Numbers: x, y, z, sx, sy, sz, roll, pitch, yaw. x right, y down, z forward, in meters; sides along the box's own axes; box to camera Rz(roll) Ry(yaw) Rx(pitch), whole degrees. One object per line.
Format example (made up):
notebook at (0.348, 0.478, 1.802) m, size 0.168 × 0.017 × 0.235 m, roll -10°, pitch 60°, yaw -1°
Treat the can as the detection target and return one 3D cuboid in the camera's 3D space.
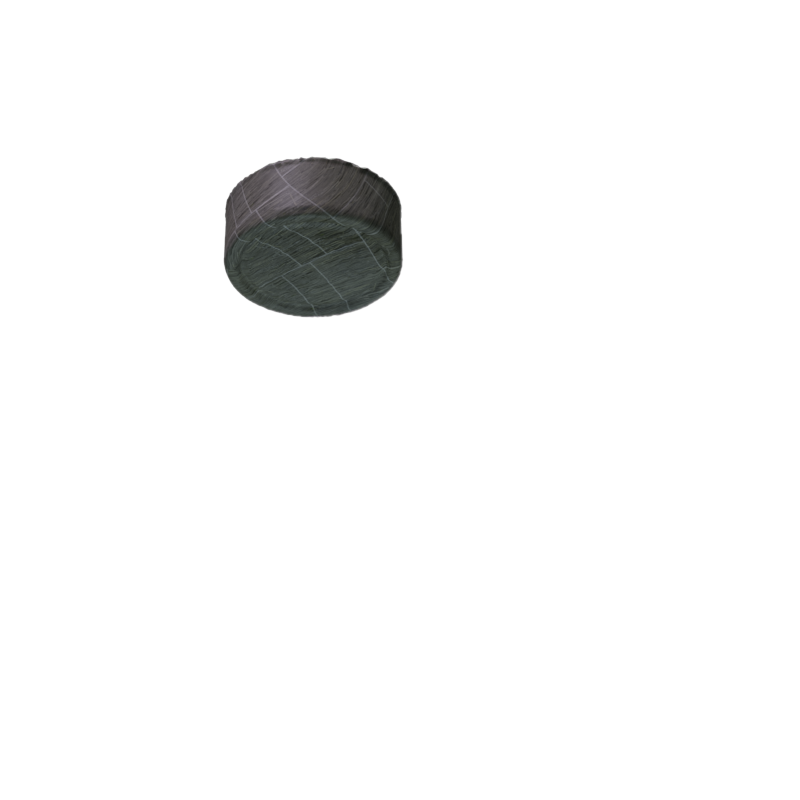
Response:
can at (-0.041, -0.075, 0.528) m, size 0.086 × 0.036 × 0.080 m, roll 1°, pitch -32°, yaw -2°
